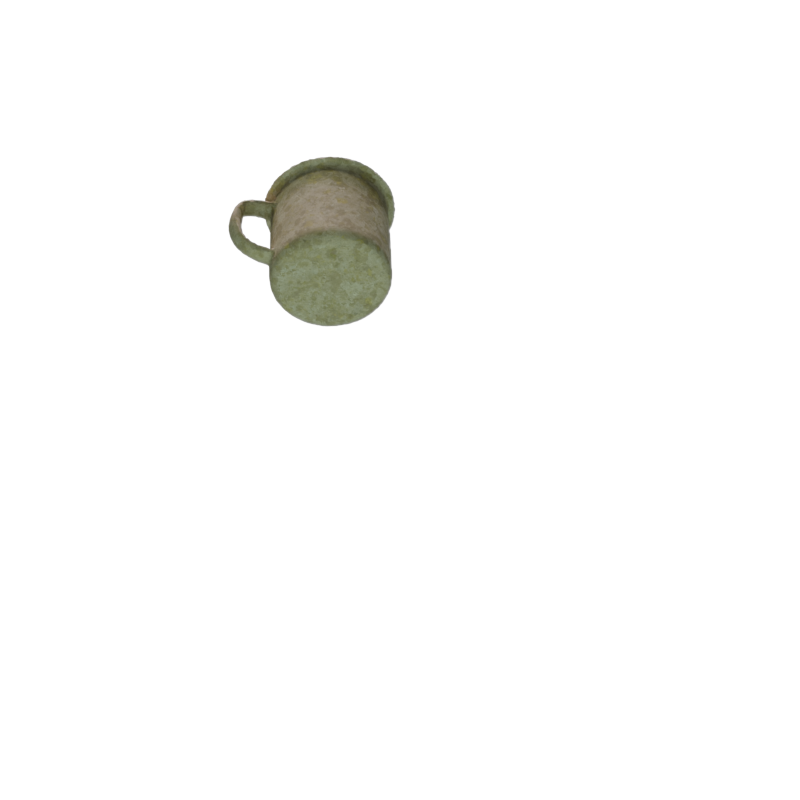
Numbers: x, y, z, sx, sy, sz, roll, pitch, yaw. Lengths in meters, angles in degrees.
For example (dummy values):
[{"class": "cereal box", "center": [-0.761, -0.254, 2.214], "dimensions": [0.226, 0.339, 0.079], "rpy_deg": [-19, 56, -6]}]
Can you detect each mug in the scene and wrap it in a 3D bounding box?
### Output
[{"class": "mug", "center": [-0.059, -0.108, 0.754], "dimensions": [0.114, 0.089, 0.087], "rpy_deg": [13, 41, -13]}]
